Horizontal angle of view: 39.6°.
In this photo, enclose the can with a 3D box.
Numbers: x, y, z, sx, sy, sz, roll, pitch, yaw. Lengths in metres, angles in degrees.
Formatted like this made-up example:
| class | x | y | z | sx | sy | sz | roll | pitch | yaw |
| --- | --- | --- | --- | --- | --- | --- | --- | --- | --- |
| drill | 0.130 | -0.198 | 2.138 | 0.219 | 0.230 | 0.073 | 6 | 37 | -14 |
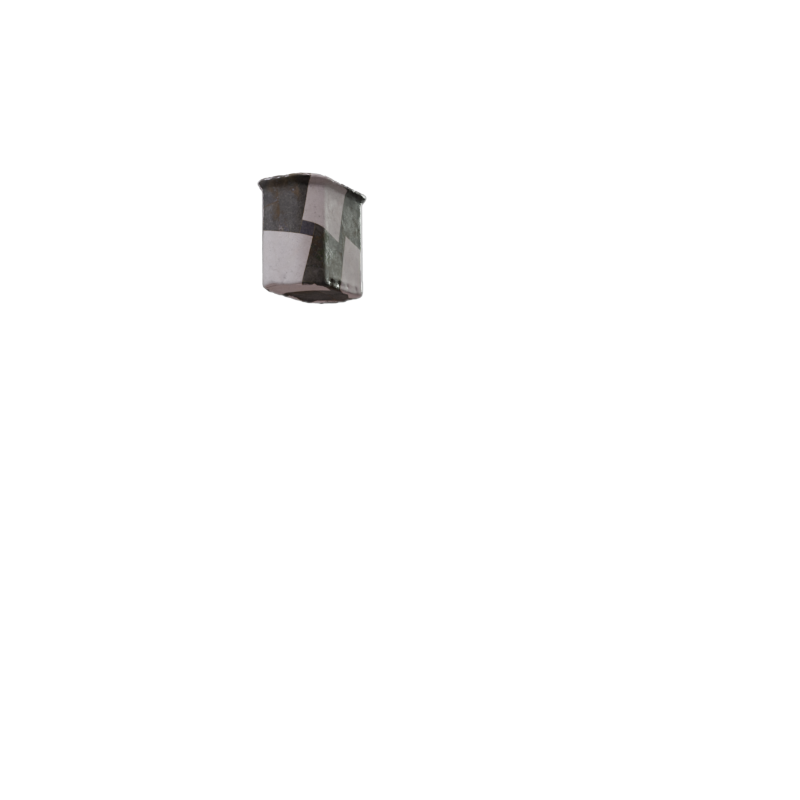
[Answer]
| class | x | y | z | sx | sy | sz | roll | pitch | yaw |
| --- | --- | --- | --- | --- | --- | --- | --- | --- | --- |
| can | -0.067 | -0.123 | 0.859 | 0.059 | 0.086 | 0.097 | -5 | -8 | 25 |
